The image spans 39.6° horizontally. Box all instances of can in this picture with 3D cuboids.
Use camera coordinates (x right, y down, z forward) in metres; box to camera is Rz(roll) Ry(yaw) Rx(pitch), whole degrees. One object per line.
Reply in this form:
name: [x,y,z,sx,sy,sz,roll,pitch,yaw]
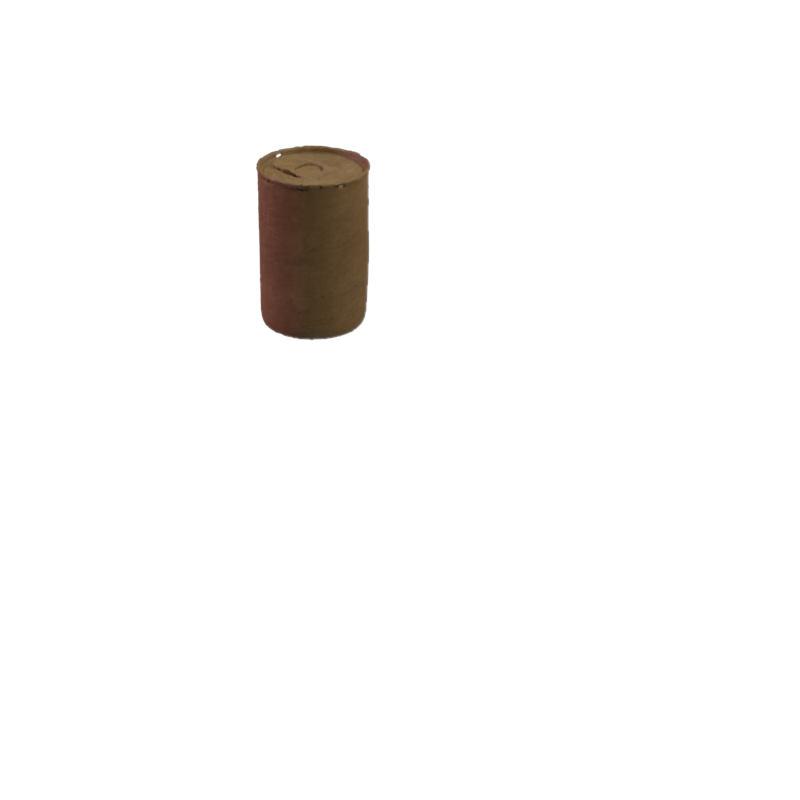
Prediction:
can: [-0.053,-0.097,0.678,0.068,0.097,0.073,0,27,-2]
